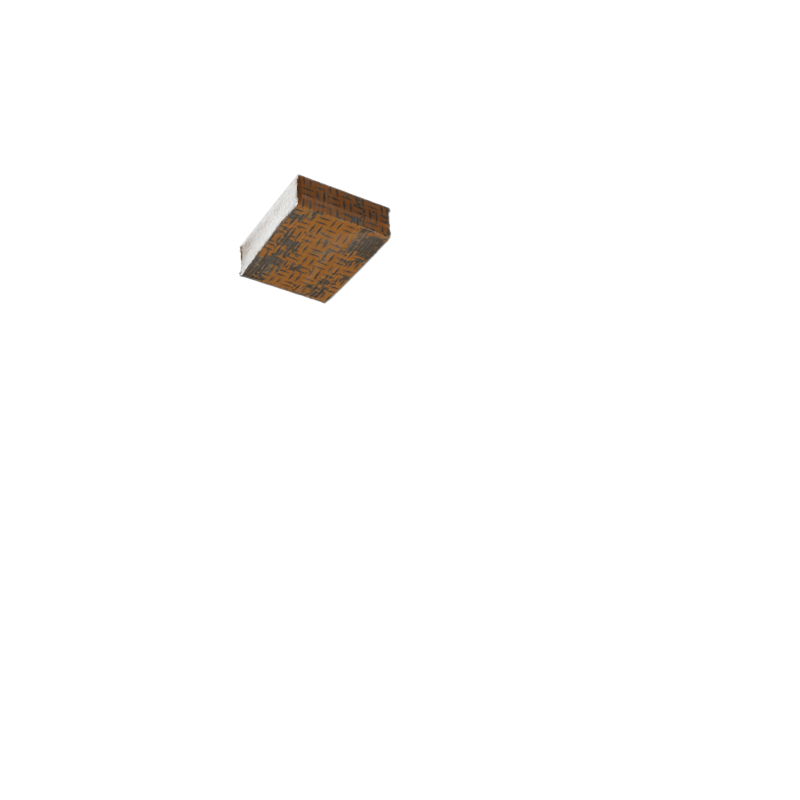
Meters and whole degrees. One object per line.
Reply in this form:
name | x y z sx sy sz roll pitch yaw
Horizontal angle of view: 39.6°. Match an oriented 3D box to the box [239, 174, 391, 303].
box | -0.074 -0.135 0.946 0.086 0.042 0.111 20 -41 -25
